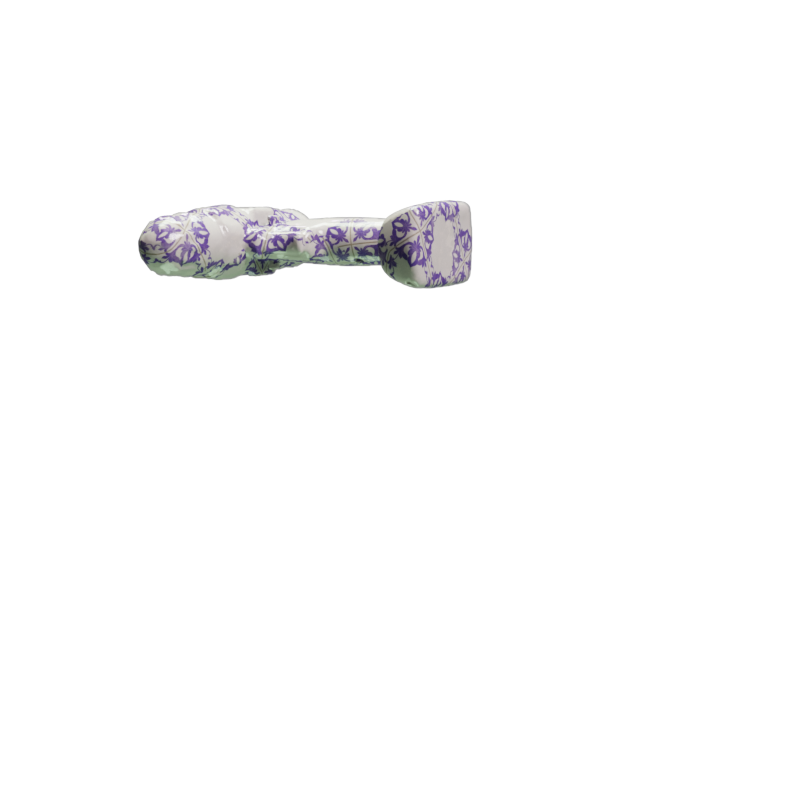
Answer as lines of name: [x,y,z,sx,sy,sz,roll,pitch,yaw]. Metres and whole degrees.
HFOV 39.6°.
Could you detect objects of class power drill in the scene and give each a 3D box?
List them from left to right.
power drill: [-0.059,-0.107,0.751,0.195,0.056,0.181,6,13,27]
